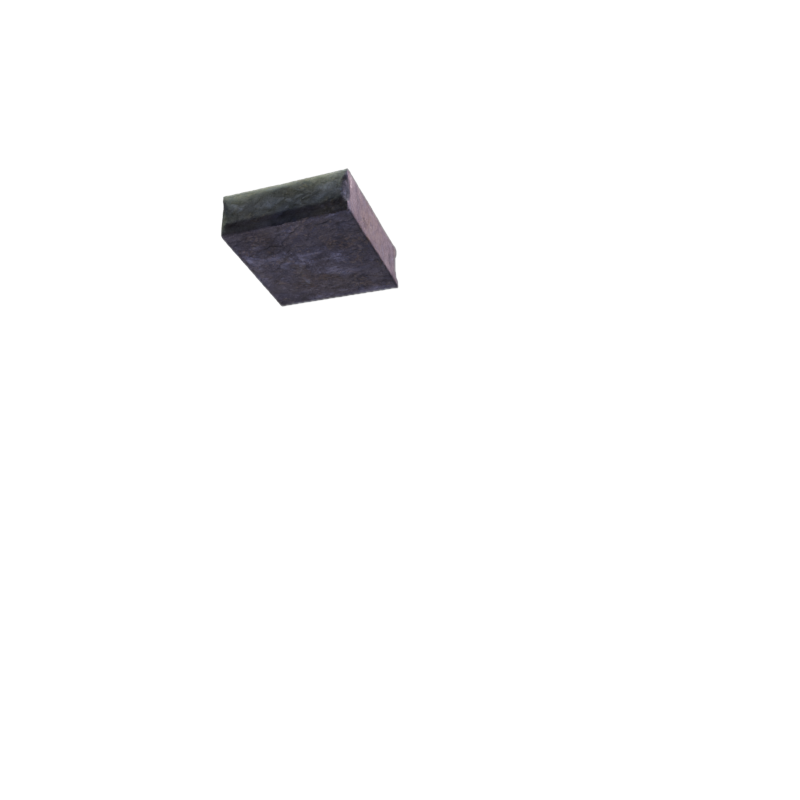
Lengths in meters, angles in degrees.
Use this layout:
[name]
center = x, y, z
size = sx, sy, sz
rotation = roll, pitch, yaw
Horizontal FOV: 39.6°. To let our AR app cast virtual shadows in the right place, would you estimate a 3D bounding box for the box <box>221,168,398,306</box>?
[box]
center = -0.048, -0.088, 0.617
size = 0.074, 0.032, 0.083
rotation = -9, -27, 17
